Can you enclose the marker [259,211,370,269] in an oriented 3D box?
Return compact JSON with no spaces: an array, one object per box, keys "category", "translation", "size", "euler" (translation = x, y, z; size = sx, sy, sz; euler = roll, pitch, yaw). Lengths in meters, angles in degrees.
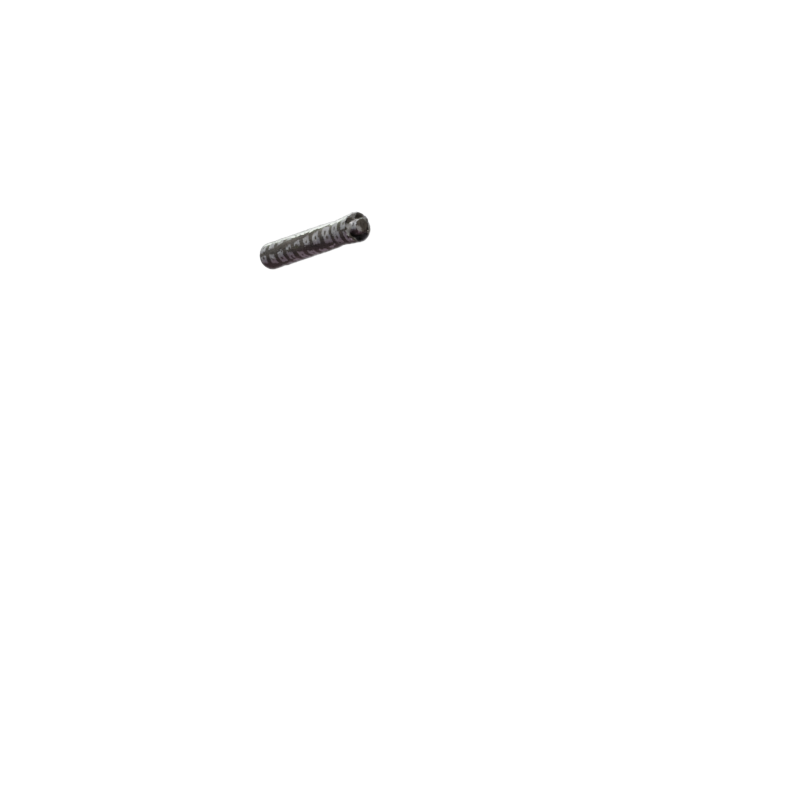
[{"category":"marker","translation":[-0.056,-0.102,0.716],"size":[0.019,0.020,0.123],"euler":[-2,-1,-33]}]
